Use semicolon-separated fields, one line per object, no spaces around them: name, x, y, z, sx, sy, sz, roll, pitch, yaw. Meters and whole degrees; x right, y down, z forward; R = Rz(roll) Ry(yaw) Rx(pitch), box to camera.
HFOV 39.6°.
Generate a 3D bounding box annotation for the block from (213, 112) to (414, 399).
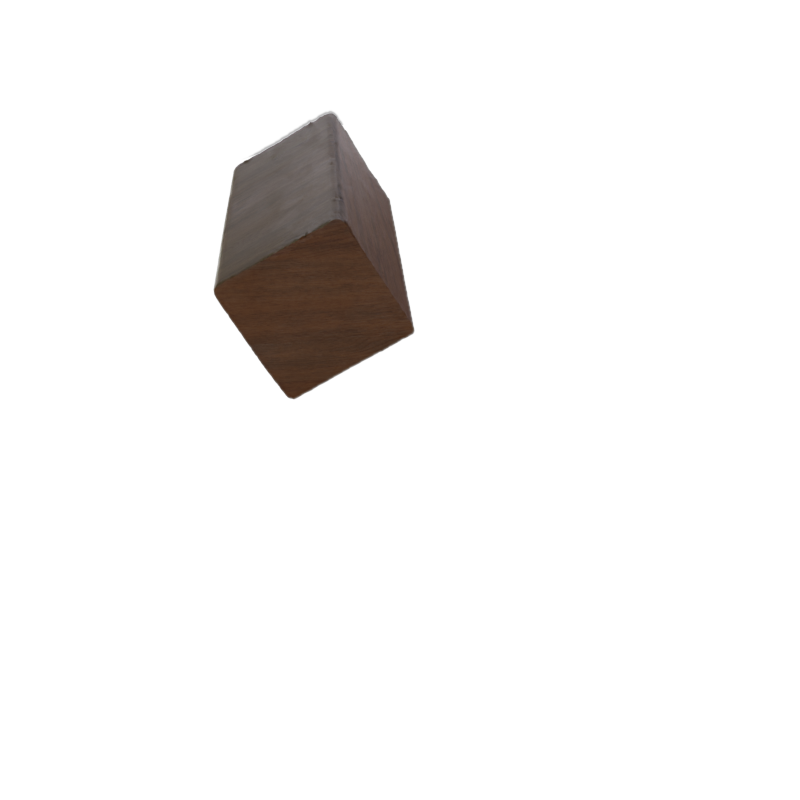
block;-0.058;-0.106;0.739;0.091;0.085;0.219;-29;27;12
